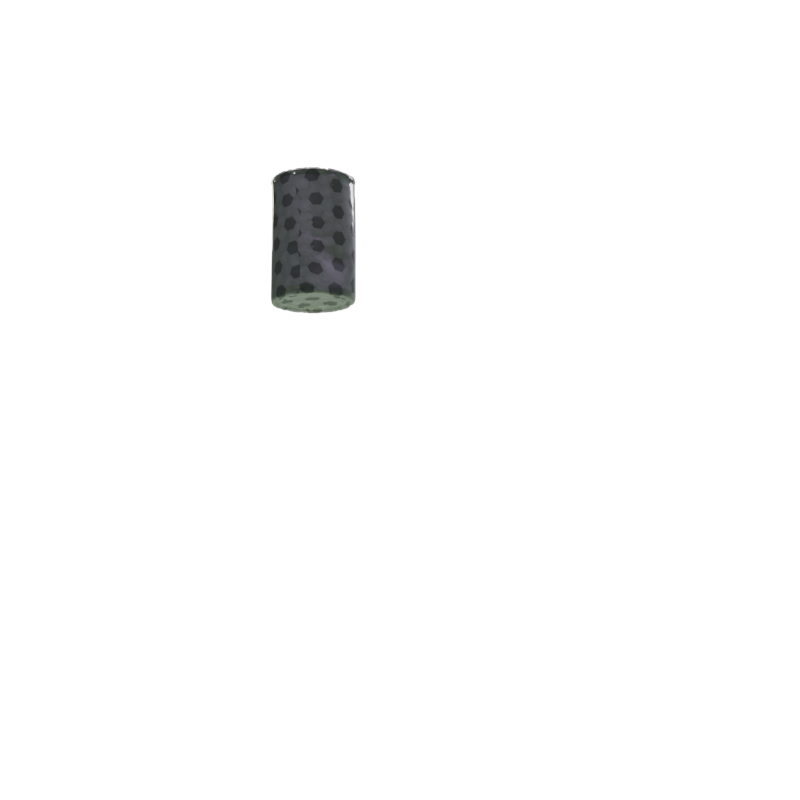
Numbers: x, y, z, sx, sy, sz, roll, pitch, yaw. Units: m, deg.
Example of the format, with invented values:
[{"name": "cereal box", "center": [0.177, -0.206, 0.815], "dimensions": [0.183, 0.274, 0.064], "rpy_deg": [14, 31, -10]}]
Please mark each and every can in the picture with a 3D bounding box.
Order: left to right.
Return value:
[{"name": "can", "center": [-0.069, -0.126, 0.884], "dimensions": [0.068, 0.106, 0.066], "rpy_deg": [0, -14, -2]}]
